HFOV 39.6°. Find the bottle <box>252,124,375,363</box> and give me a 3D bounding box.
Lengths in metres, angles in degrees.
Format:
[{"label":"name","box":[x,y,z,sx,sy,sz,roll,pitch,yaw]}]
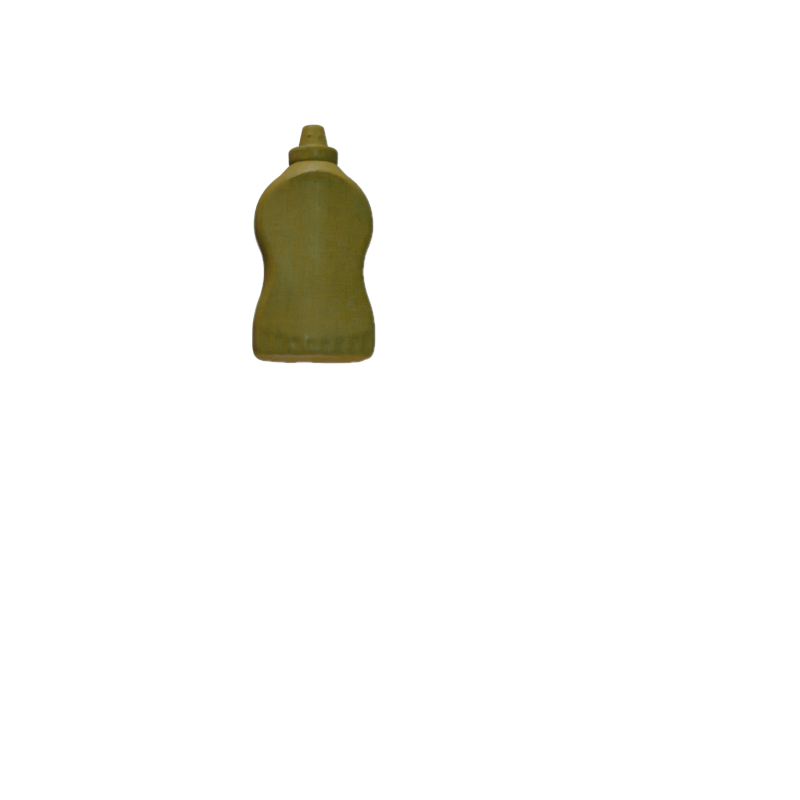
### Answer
[{"label":"bottle","box":[-0.070,-0.127,0.891,0.095,0.196,0.058,1,-10,-9]}]
